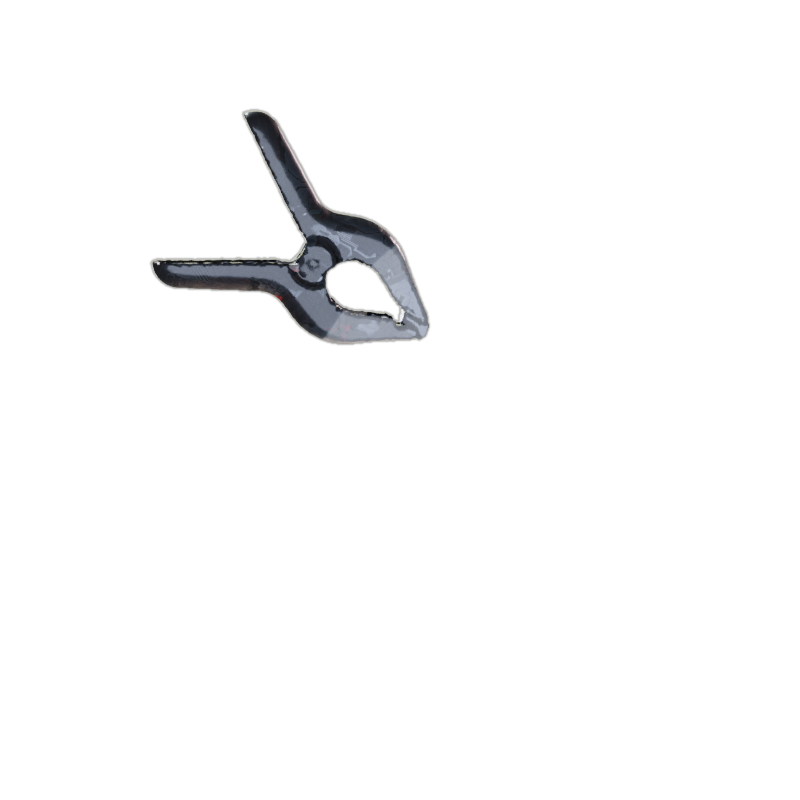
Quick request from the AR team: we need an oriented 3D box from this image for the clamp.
[{"bbox_3d":[-0.053,-0.097,0.678,0.169,0.118,0.040,23,12,-5],"label":"clamp"}]
